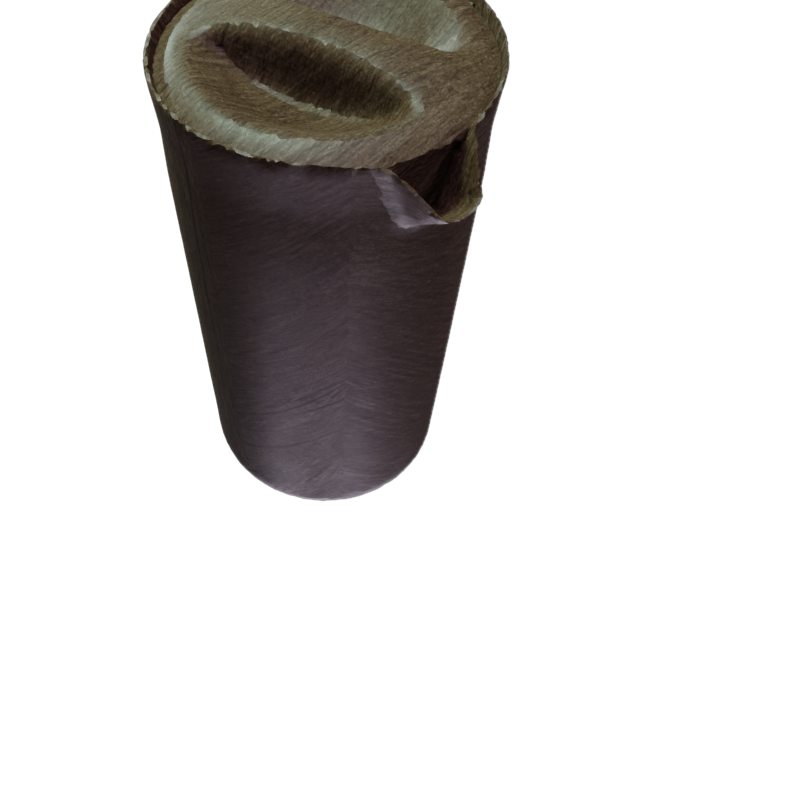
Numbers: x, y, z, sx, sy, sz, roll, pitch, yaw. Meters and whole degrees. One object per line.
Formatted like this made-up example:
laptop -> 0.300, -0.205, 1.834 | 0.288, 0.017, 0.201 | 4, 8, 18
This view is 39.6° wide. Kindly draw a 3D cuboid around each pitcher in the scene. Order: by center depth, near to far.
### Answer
pitcher -> -0.038, -0.070, 0.491 | 0.146, 0.158, 0.226 | 9, -39, 4
